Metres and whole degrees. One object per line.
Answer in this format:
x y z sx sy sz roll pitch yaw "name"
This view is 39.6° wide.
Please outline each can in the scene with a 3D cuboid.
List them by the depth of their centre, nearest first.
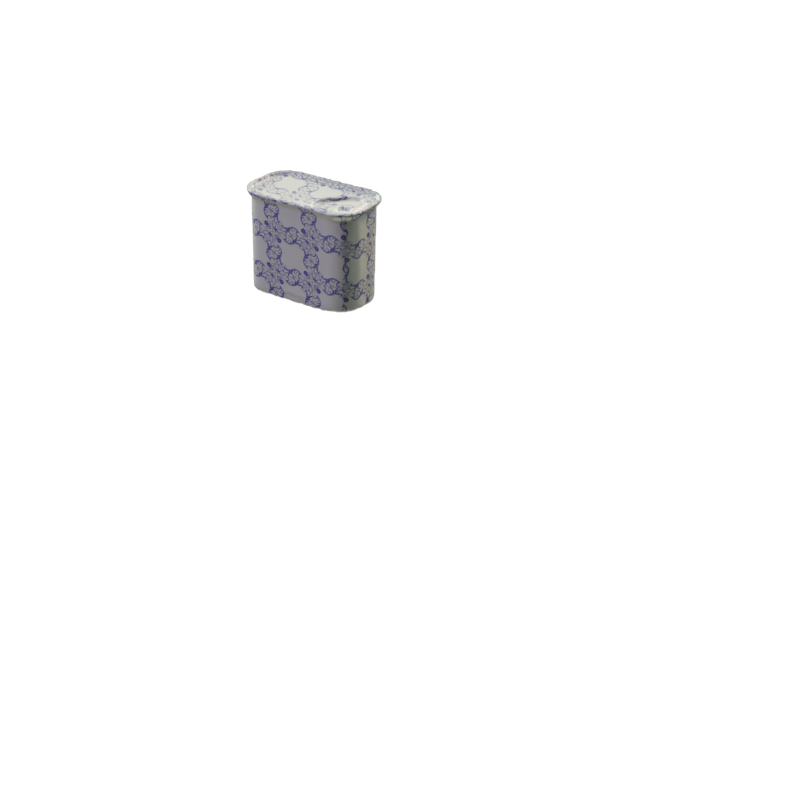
-0.066 -0.121 0.846 0.107 0.079 0.058 19 32 29 "can"
